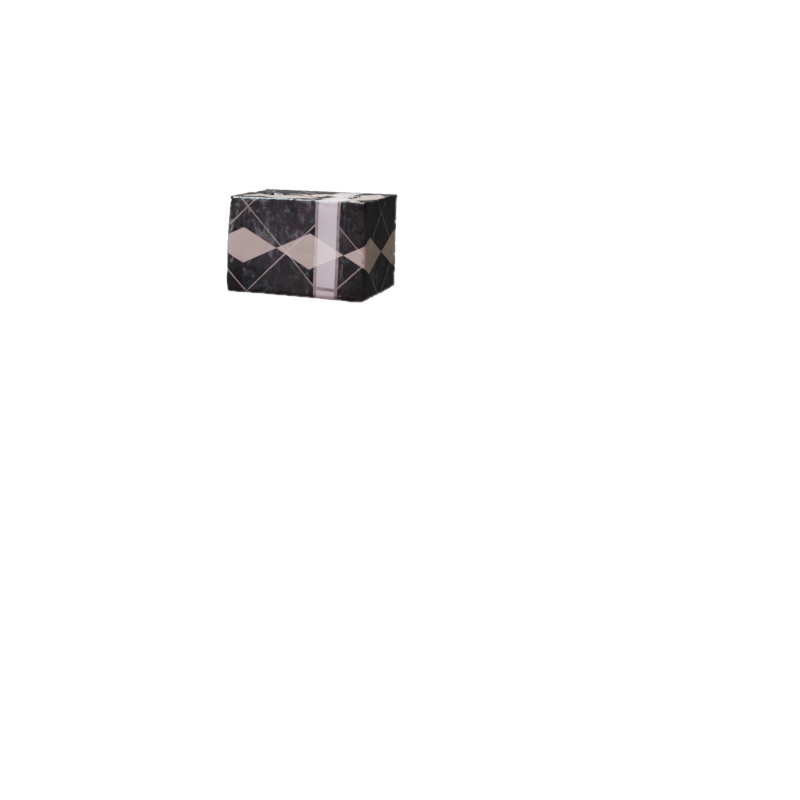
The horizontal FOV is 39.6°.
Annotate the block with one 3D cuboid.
[{"bbox_3d":[-0.046,-0.084,0.588,0.080,0.050,0.053,6,14,21],"label":"block"}]
